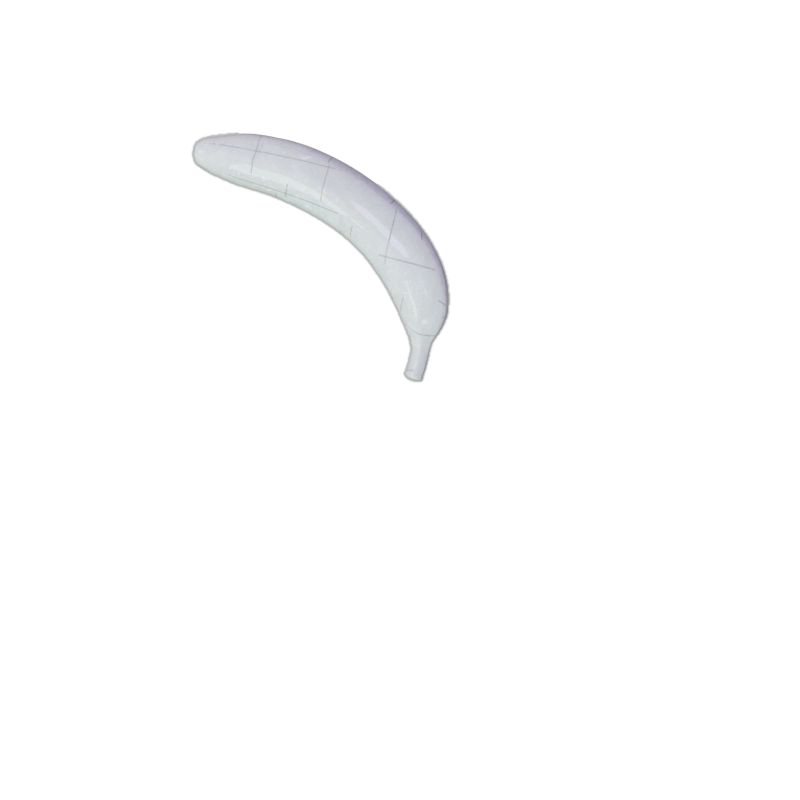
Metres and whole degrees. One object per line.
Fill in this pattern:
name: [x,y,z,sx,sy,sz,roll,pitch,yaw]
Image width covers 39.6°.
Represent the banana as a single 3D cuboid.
banana: [-0.036,-0.104,0.661,0.070,0.203,0.035,-43,-10,-10]
